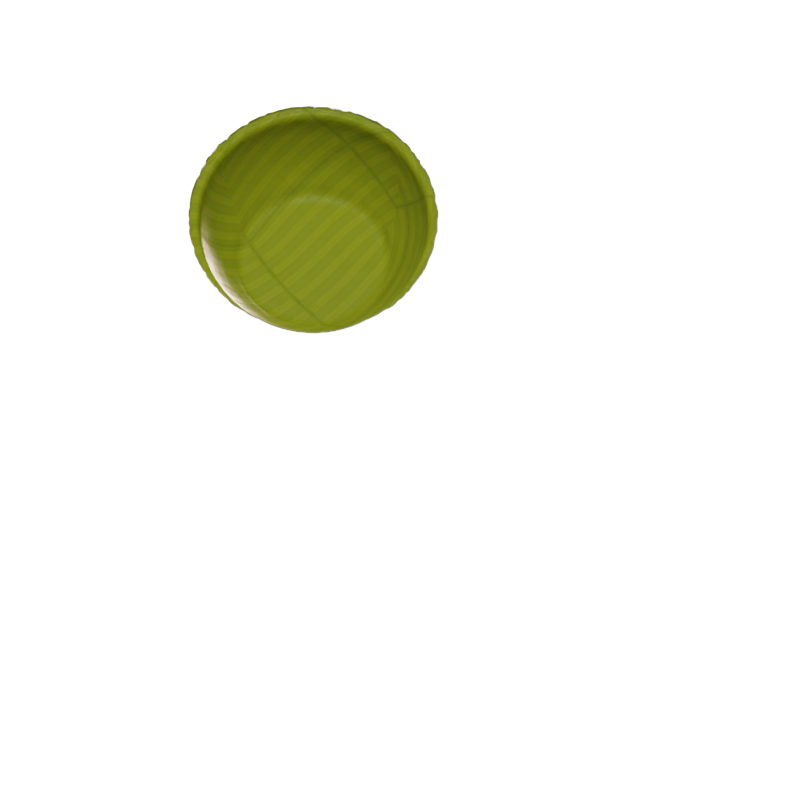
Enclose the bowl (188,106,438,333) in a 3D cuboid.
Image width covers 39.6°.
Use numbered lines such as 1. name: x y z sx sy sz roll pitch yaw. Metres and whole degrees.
1. bowl: -0.054 -0.099 0.696 0.162 0.153 0.058 1 30 -1
